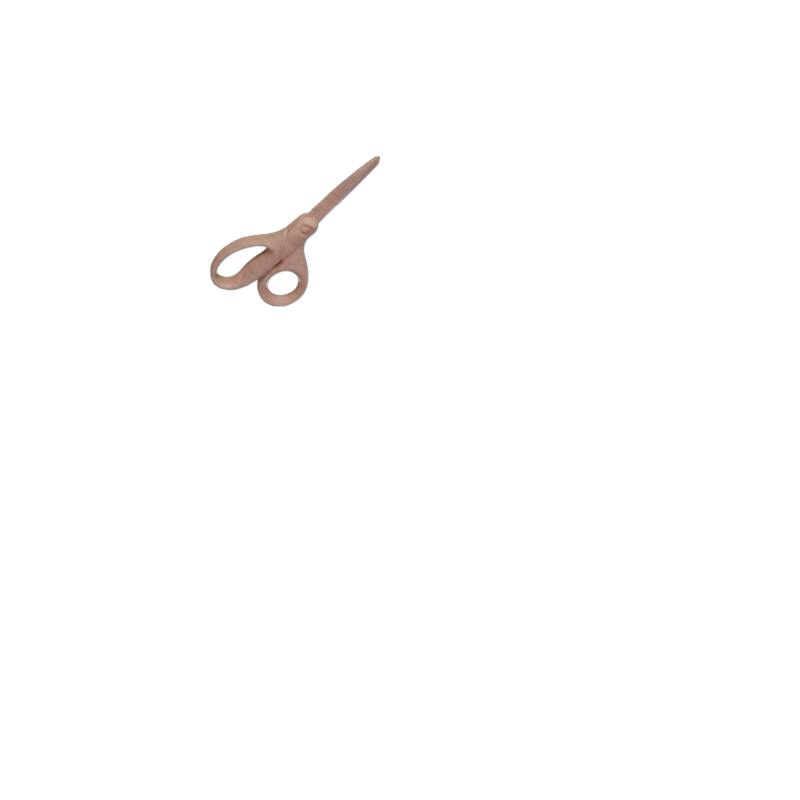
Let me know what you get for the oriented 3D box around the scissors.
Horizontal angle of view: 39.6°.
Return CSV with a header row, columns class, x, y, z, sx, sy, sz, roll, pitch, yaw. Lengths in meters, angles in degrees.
class,x,y,z,sx,sy,sz,roll,pitch,yaw
scissors,-0.075,-0.138,0.963,0.202,0.017,0.089,-24,-46,25
